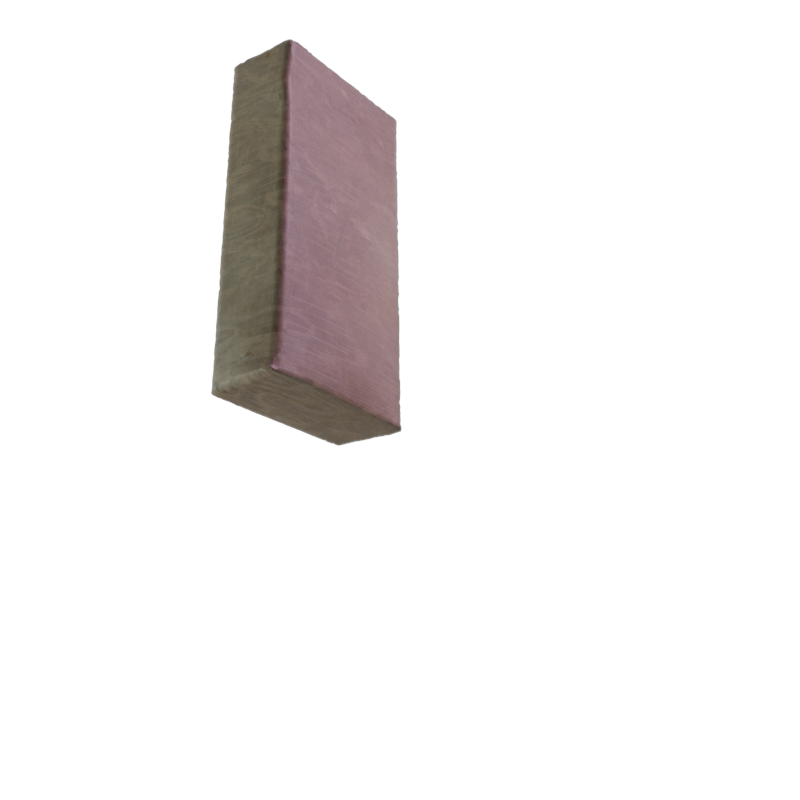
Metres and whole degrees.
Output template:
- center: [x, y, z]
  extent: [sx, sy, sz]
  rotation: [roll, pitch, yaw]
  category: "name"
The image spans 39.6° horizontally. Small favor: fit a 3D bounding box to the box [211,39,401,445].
- center: [-0.042, -0.077, 0.539]
  extent: [0.048, 0.187, 0.087]
  rotation: [-21, -33, 32]
  category: "box"
